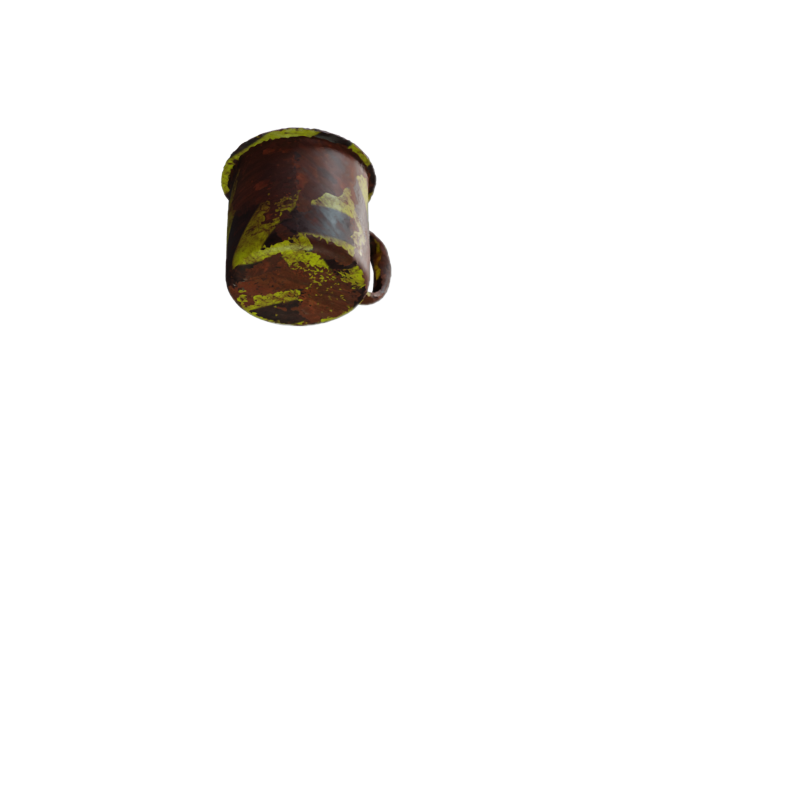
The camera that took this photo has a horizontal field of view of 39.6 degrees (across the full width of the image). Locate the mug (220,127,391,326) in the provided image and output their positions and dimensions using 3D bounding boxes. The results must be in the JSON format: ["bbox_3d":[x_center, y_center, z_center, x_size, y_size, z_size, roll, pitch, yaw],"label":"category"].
[{"bbox_3d":[-0.051,-0.093,0.648,0.110,0.087,0.093,29,-44,-36],"label":"mug"}]
